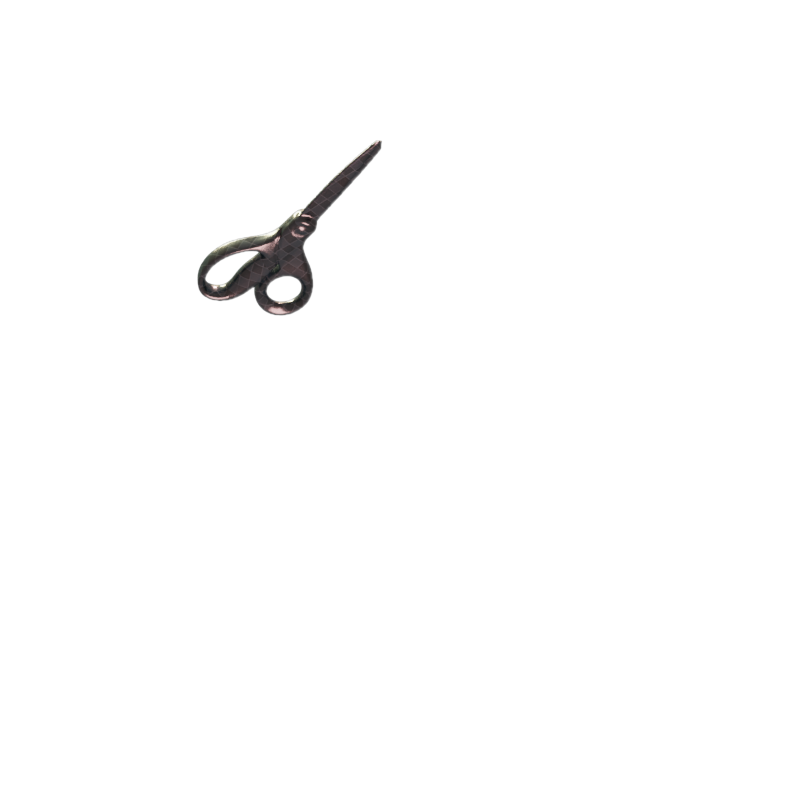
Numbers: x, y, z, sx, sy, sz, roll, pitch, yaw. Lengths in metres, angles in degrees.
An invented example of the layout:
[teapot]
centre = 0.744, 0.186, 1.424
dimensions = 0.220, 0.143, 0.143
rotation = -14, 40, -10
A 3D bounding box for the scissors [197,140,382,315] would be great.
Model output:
[scissors]
centre = -0.064, -0.116, 0.813
dimensions = 0.202, 0.017, 0.090
rotation = -26, -43, 31
